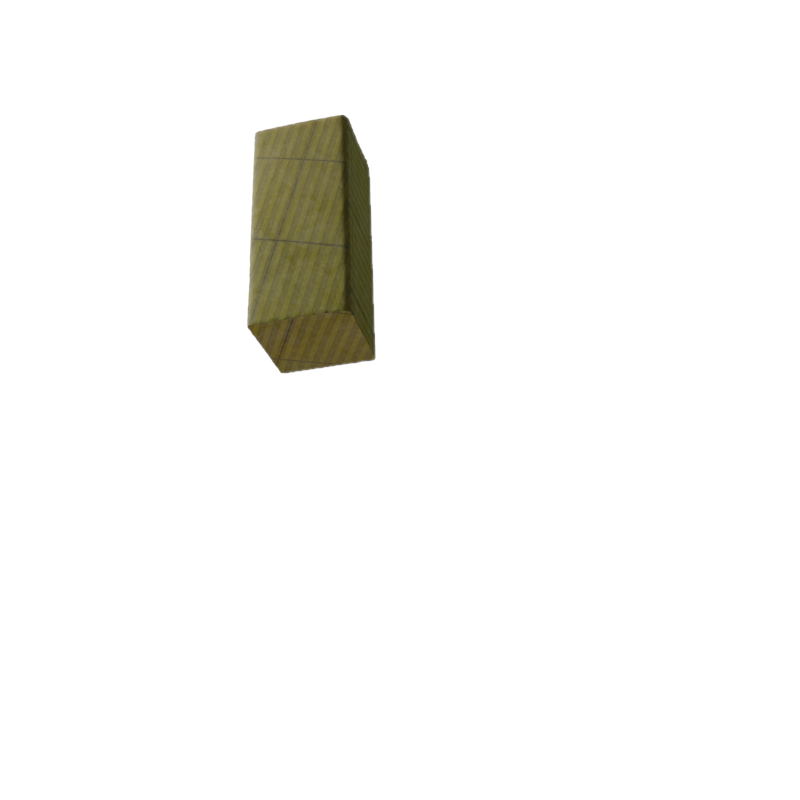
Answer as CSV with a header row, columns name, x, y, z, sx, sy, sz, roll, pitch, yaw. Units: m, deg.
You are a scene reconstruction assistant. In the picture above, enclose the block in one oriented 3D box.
name,x,y,z,sx,sy,sz,roll,pitch,yaw
block,-0.077,-0.141,0.987,0.091,0.220,0.084,-10,-32,12
